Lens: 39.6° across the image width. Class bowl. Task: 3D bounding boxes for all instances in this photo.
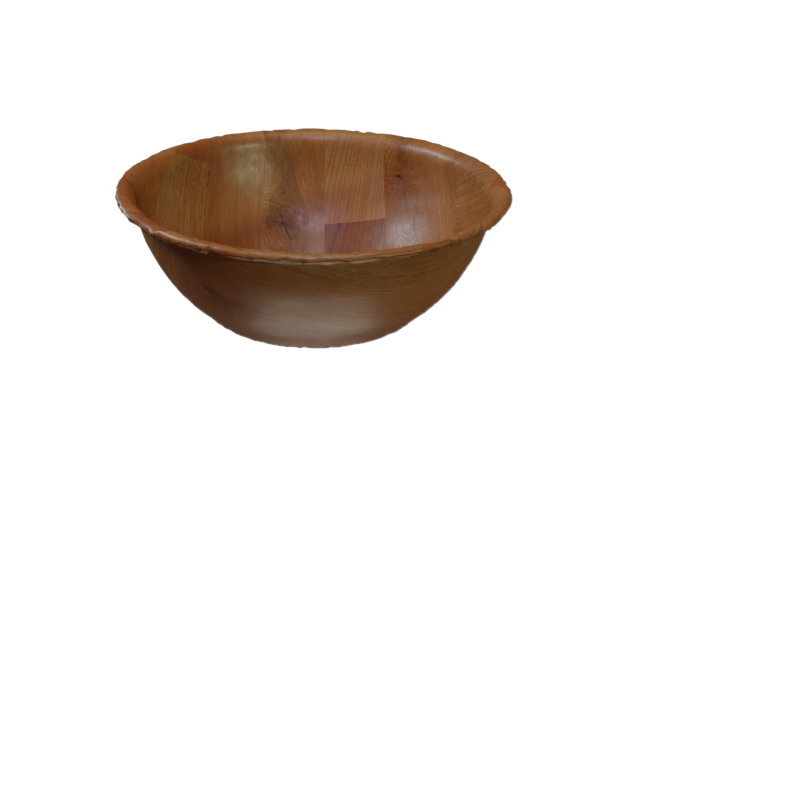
[{"bbox_3d":[-0.036,-0.066,0.465,0.162,0.052,0.171,-1,28,-2],"label":"bowl"}]
